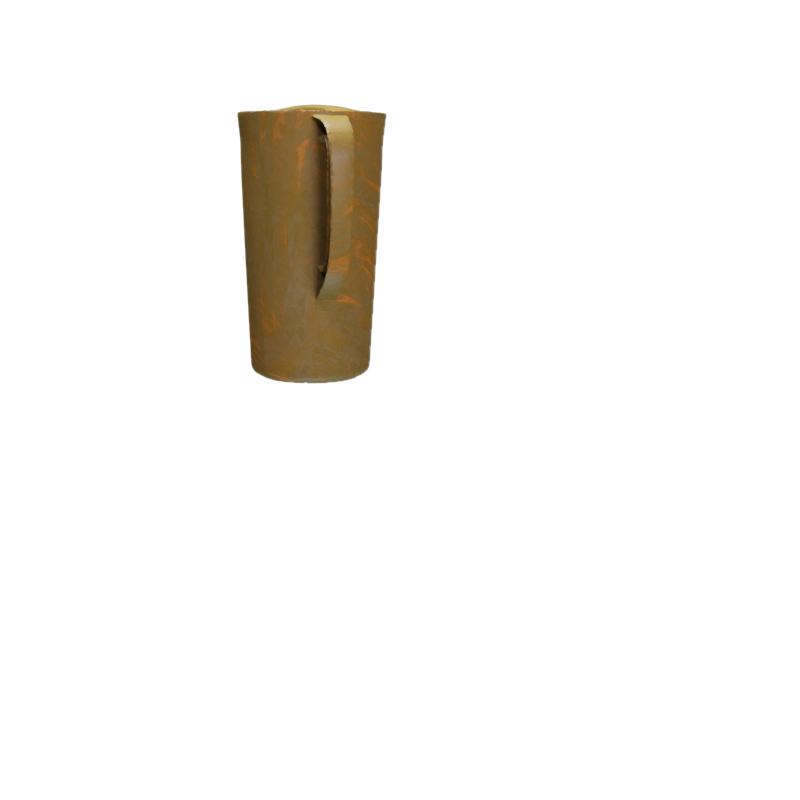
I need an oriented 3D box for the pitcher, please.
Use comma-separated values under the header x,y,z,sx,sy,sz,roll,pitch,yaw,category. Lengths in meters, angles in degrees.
x,y,z,sx,sy,sz,roll,pitch,yaw,category
-0.077,-0.141,0.987,0.150,0.240,0.146,3,6,27,pitcher
